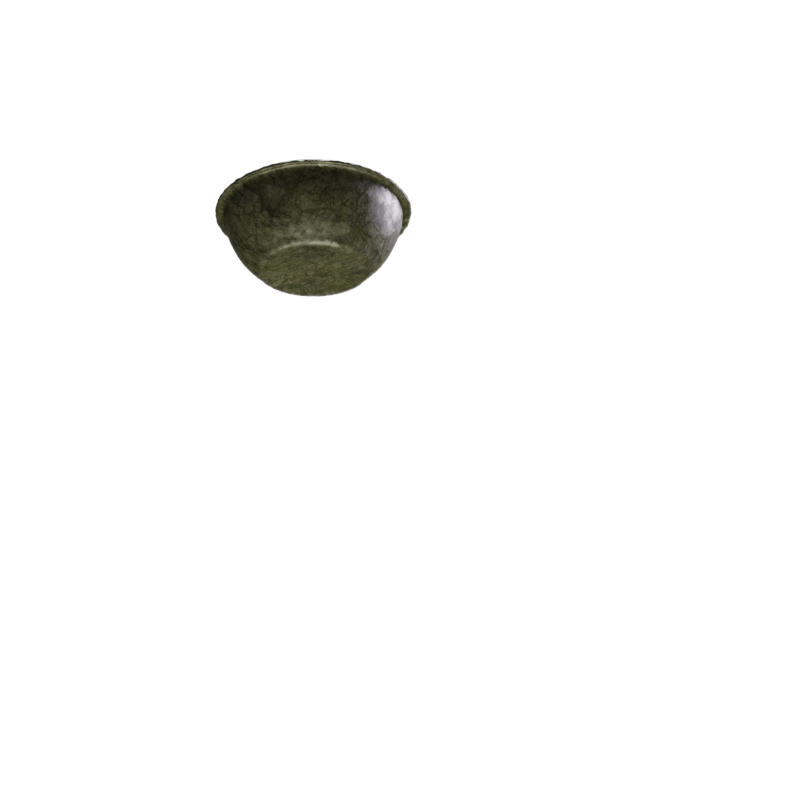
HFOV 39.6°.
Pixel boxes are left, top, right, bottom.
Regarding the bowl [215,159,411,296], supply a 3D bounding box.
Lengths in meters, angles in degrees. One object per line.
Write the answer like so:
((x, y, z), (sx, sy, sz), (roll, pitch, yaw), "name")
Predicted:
((-0.071, -0.129, 0.901), (0.162, 0.058, 0.153), (1, -24, -2), "bowl")
